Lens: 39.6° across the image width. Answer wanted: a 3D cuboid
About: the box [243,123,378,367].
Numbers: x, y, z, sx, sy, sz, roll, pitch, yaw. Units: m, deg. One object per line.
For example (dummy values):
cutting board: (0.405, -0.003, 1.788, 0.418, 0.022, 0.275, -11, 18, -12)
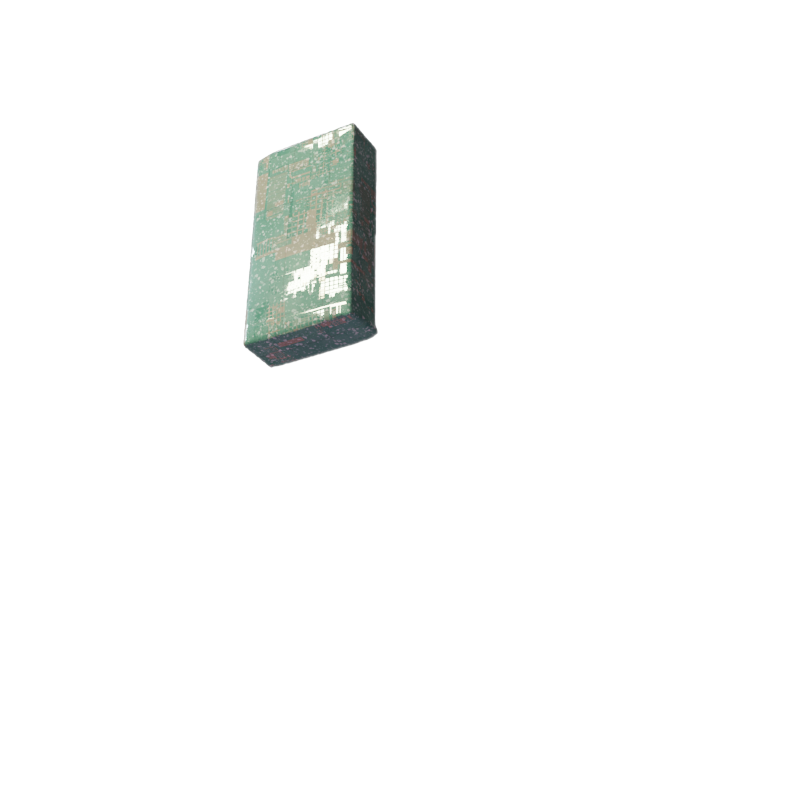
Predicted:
box: (-0.066, -0.120, 0.838, 0.094, 0.188, 0.044, -17, -34, 24)
